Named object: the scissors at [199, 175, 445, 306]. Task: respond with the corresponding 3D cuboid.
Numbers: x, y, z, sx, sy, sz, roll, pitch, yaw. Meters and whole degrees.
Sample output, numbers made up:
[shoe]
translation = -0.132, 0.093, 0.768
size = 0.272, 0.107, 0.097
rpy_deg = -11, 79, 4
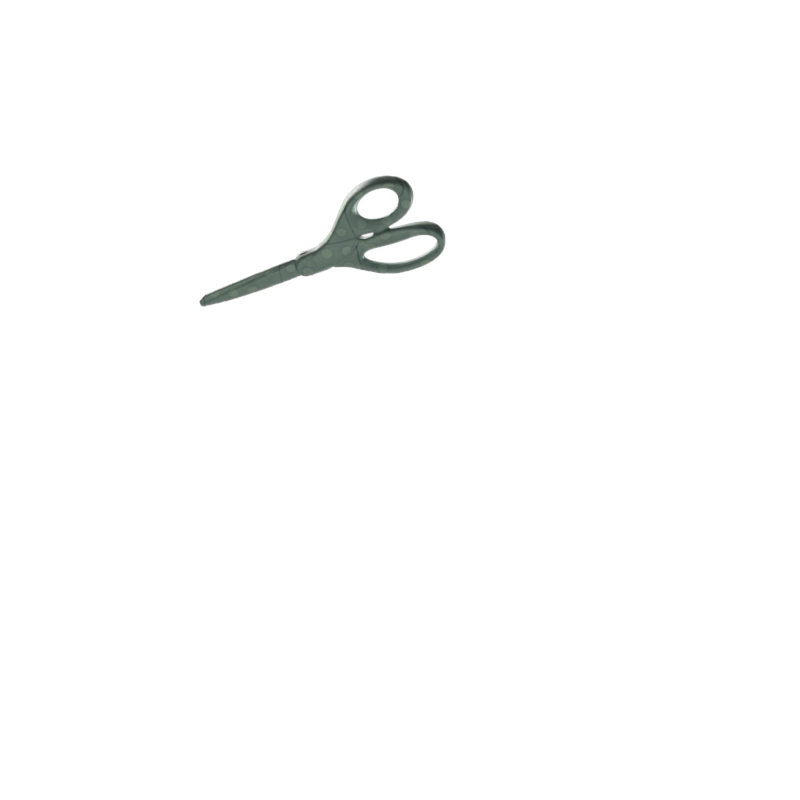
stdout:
[scissors]
translation = -0.067, -0.122, 0.857
size = 0.203, 0.089, 0.017
rpy_deg = -7, 39, 6
